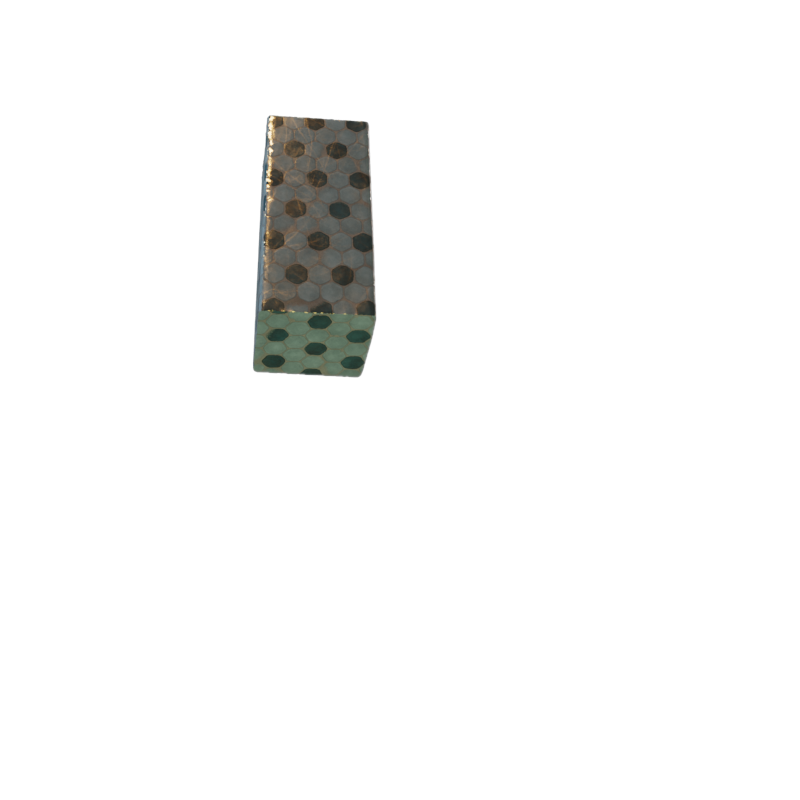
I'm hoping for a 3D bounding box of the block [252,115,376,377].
[{"bbox_3d":[-0.072,-0.132,0.924,0.090,0.221,0.085,2,-36,-7],"label":"block"}]
